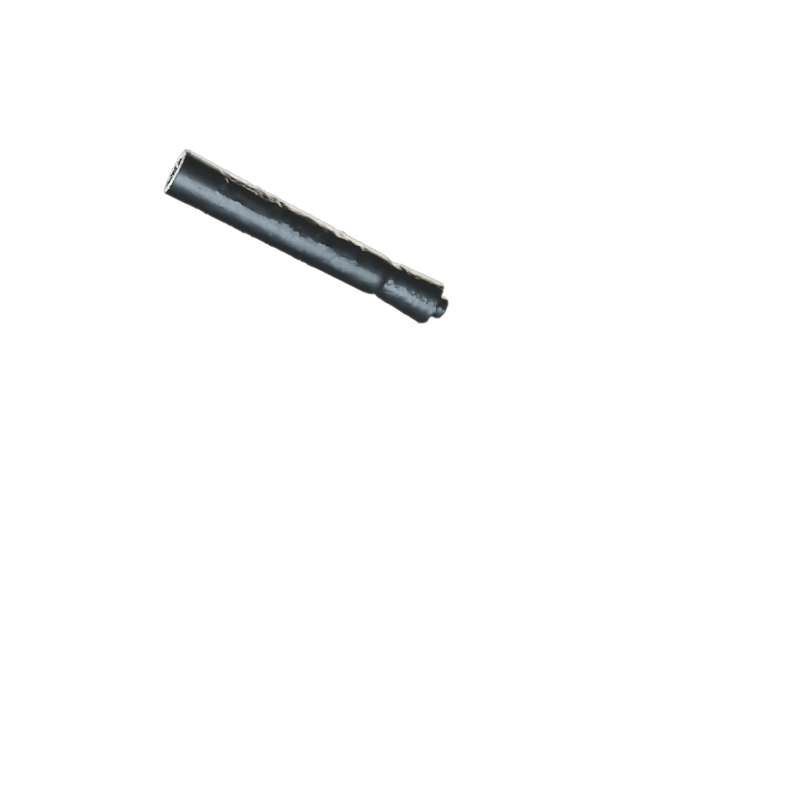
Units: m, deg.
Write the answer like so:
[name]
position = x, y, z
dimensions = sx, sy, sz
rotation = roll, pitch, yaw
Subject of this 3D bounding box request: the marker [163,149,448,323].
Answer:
[marker]
position = -0.034, -0.061, 0.430
dimensions = 0.117, 0.020, 0.020
rotation = 26, -4, -15
